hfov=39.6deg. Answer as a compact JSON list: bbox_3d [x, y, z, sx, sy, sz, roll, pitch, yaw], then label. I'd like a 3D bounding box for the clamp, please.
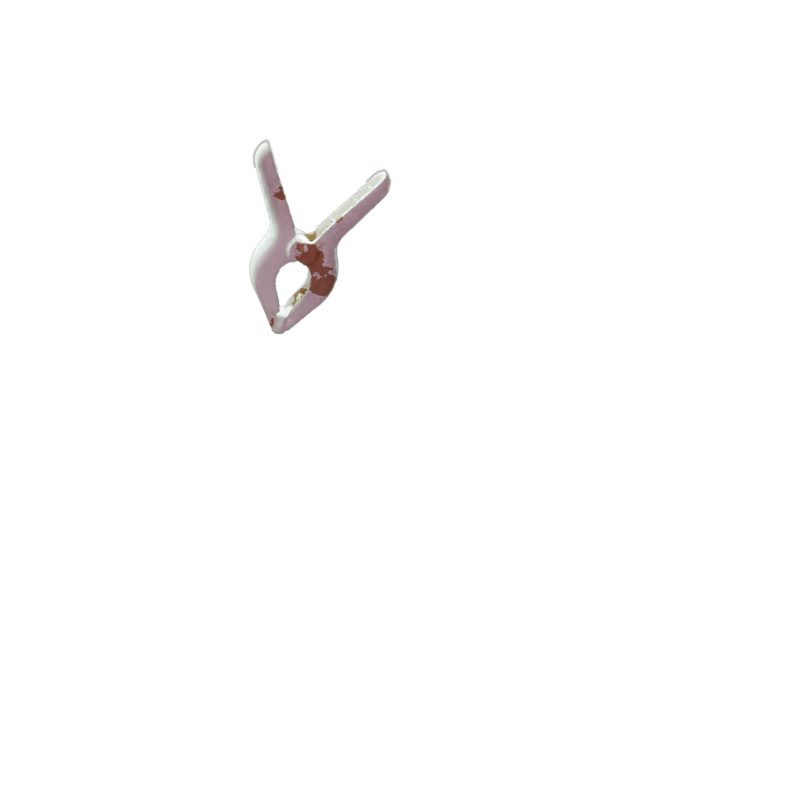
[{"bbox_3d":[-0.077,-0.140,0.977,0.119,0.164,0.041,8,22,-4],"label":"clamp"}]
